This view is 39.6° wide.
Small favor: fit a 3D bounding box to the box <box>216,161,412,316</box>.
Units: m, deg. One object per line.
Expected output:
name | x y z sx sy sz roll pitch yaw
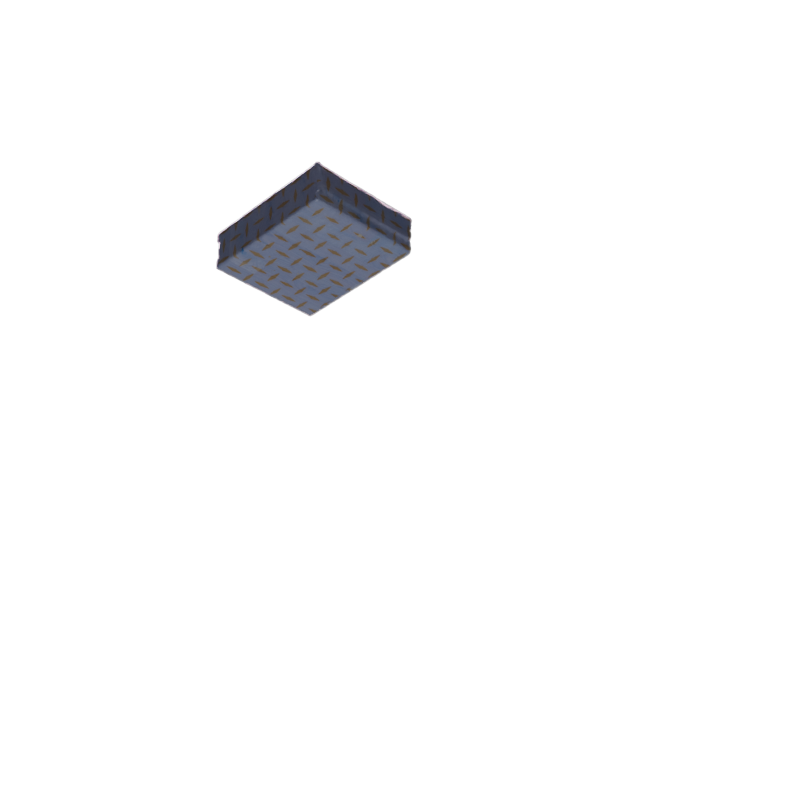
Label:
box | -0.049 -0.090 0.630 0.069 0.032 0.089 27 -42 -36
